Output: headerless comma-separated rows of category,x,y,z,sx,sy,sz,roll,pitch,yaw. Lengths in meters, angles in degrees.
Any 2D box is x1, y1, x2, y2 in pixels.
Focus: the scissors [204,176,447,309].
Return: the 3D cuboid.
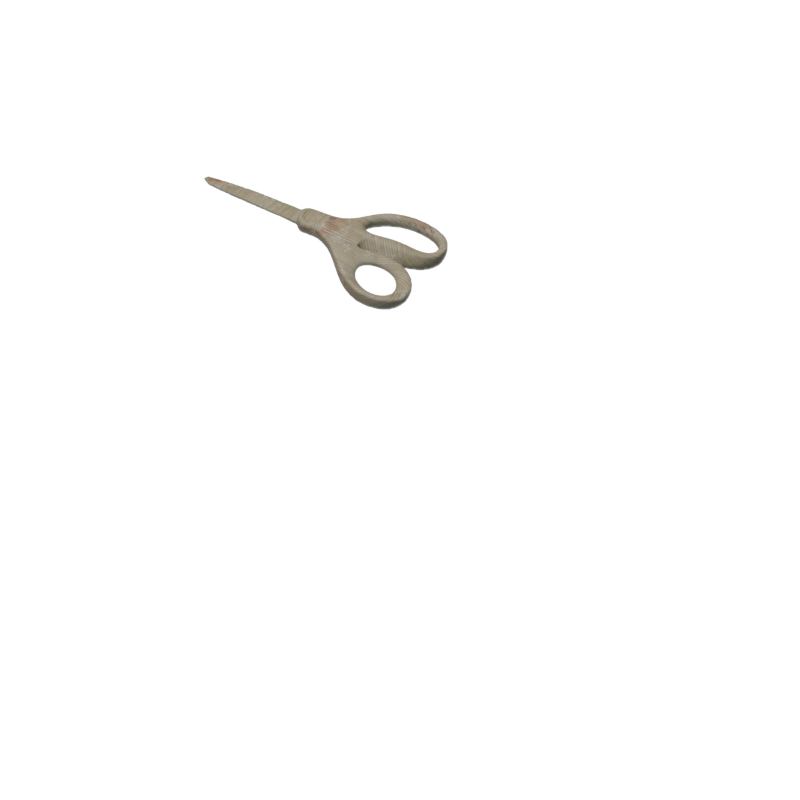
scissors,-0.066,-0.121,0.848,0.205,0.102,0.015,11,-37,8
